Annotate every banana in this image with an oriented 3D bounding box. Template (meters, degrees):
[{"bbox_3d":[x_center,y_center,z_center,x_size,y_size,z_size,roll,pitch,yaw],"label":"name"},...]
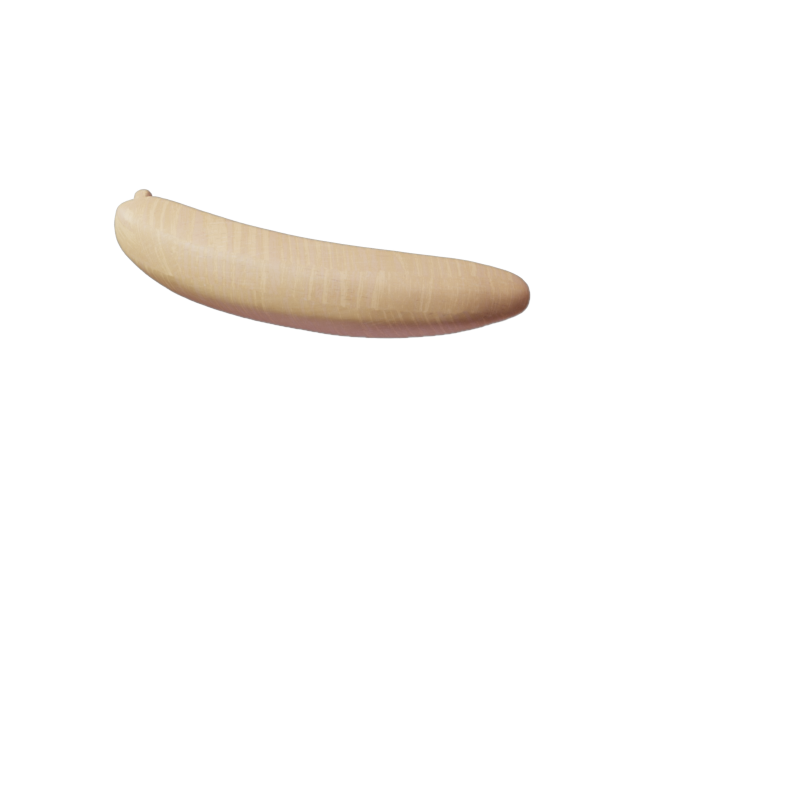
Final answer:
[{"bbox_3d":[-0.048,-0.059,0.466,0.206,0.034,0.071,18,40,22],"label":"banana"}]
